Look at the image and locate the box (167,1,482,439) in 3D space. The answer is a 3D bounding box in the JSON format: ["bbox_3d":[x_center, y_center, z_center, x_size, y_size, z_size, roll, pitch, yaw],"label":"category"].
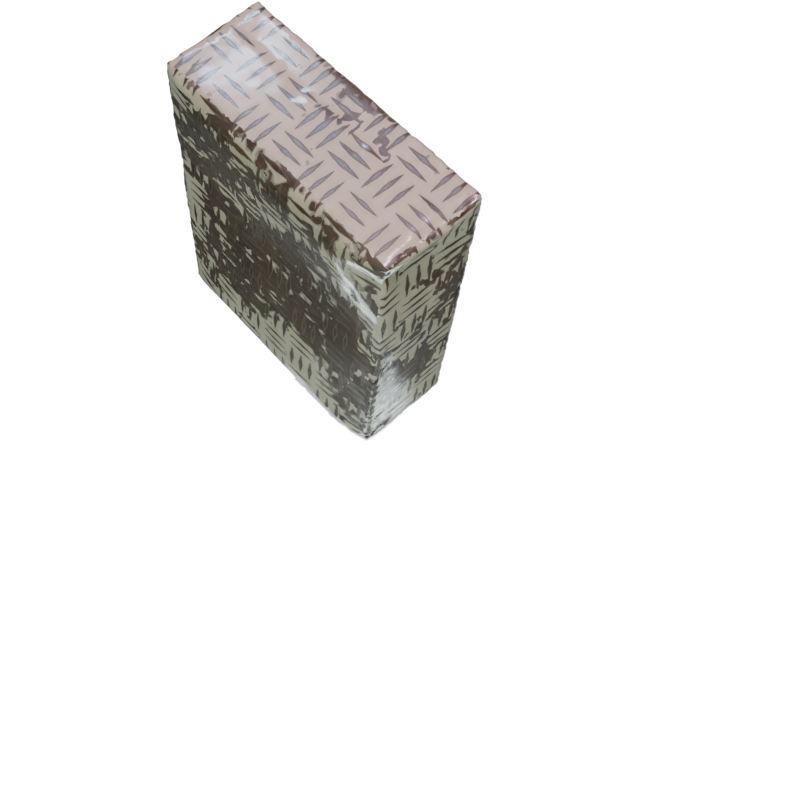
[{"bbox_3d":[-0.048,-0.088,0.618,0.072,0.173,0.202,-38,-19,-19],"label":"box"}]
